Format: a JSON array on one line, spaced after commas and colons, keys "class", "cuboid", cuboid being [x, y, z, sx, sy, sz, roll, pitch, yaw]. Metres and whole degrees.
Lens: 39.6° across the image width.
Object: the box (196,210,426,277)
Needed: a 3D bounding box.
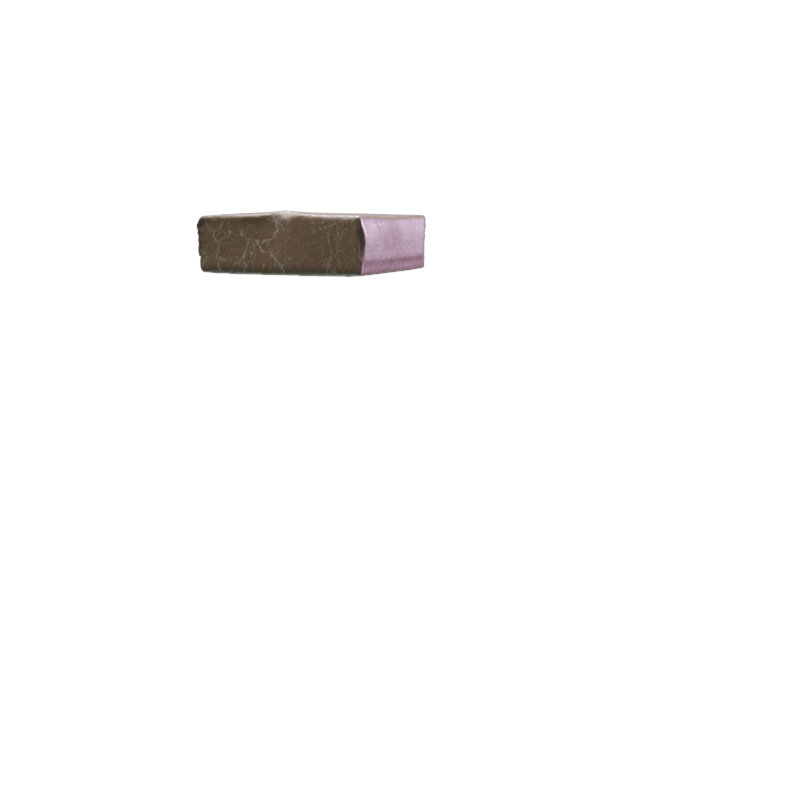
[{"class": "box", "cuboid": [-0.042, -0.077, 0.539, 0.092, 0.030, 0.071, 4, 9, 27]}]
